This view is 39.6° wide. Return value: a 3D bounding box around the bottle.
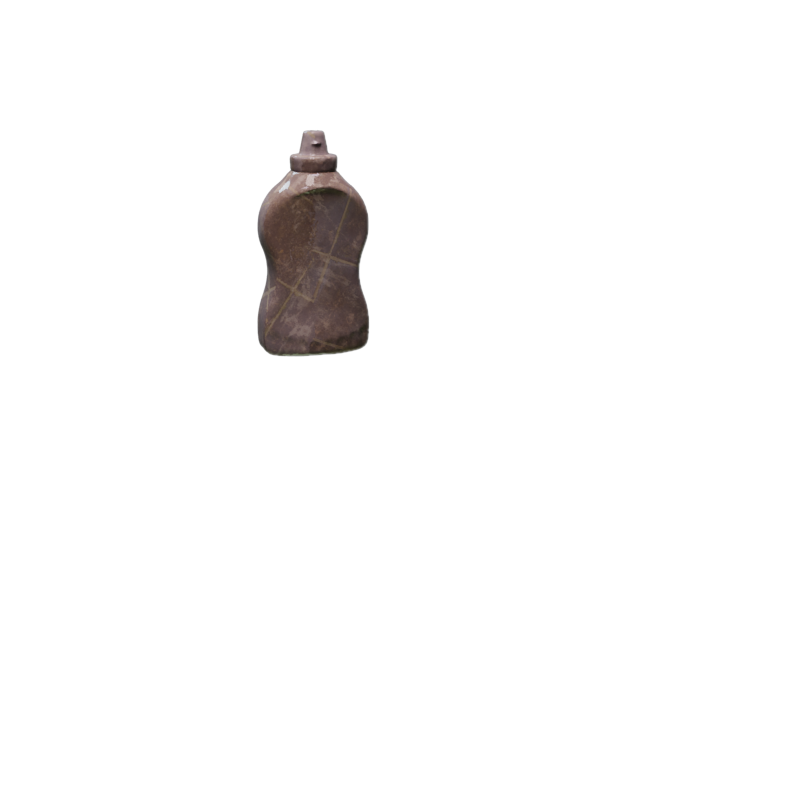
[{"bbox_3d":[-0.075,-0.137,0.960,0.094,0.187,0.061,-3,11,-15],"label":"bottle"}]
